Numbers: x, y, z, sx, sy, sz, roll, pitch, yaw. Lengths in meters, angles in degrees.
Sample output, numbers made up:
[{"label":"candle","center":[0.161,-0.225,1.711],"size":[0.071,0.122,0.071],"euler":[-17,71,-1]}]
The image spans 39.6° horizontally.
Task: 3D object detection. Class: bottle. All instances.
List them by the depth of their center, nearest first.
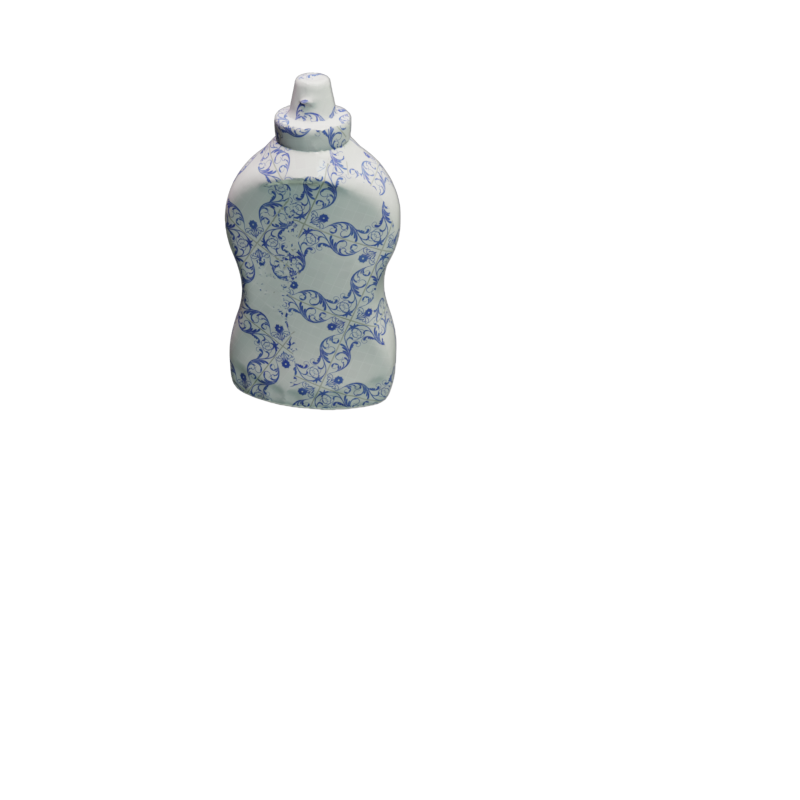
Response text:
[{"label":"bottle","center":[-0.048,-0.088,0.617],"size":[0.097,0.181,0.061],"euler":[7,29,8]}]
